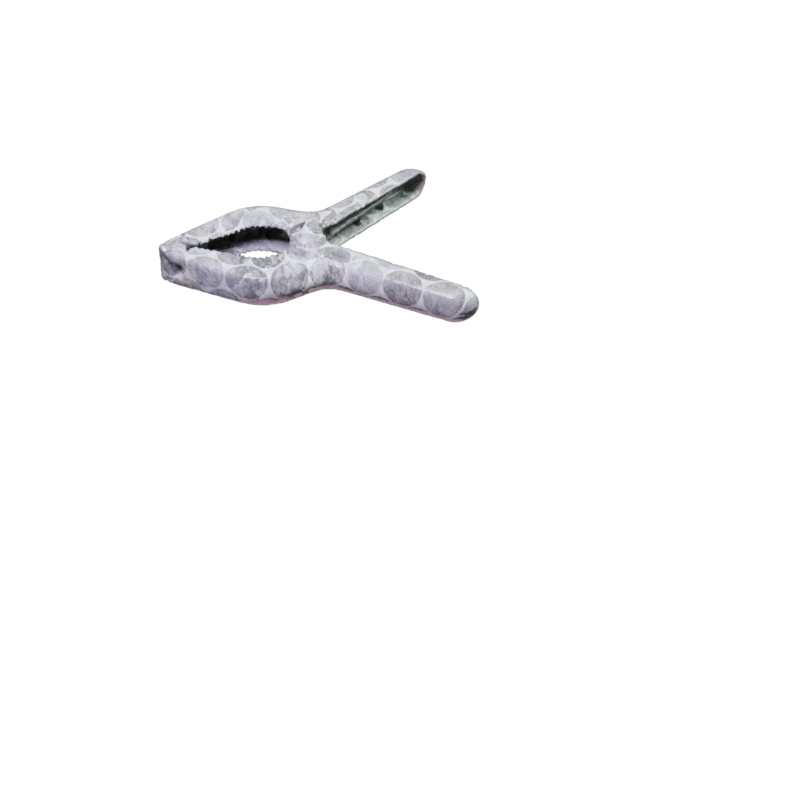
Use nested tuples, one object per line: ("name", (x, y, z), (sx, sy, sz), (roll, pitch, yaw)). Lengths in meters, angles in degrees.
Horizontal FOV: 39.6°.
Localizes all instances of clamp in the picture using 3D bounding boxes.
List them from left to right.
("clamp", (-0.061, -0.110, 0.774), (0.209, 0.034, 0.177), (-2, 40, -2))
